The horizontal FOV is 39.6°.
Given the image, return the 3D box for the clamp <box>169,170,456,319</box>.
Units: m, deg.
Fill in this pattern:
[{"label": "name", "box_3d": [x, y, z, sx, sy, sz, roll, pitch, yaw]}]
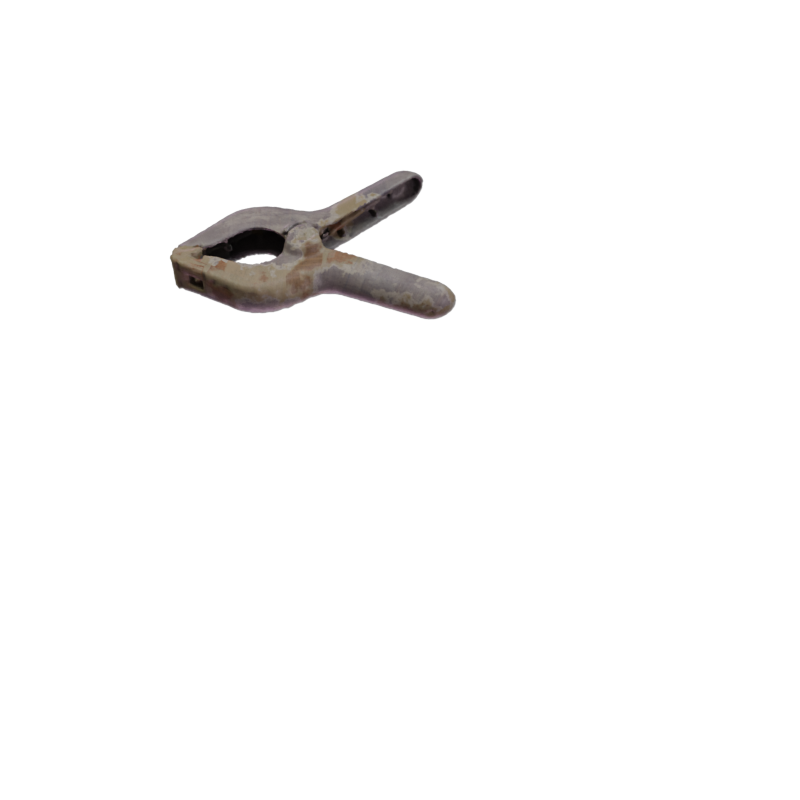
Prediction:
[{"label": "clamp", "box_3d": [-0.054, -0.099, 0.691, 0.172, 0.036, 0.129, 1, 43, 1]}]
